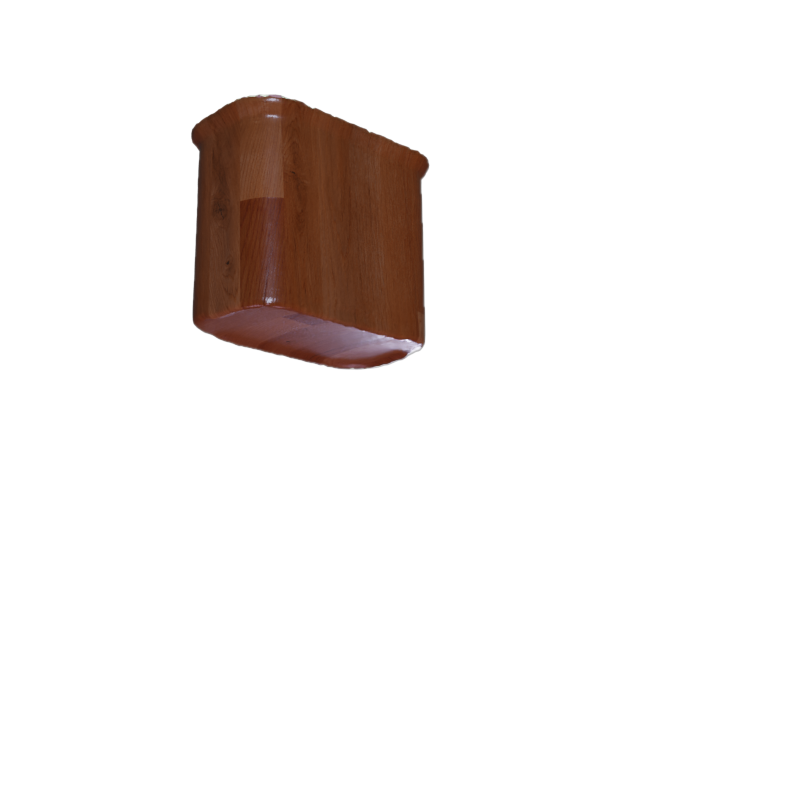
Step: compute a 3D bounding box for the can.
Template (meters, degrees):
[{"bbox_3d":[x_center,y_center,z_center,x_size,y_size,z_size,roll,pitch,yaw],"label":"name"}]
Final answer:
[{"bbox_3d":[-0.035,-0.064,0.447,0.096,0.088,0.058,14,-24,-41],"label":"can"}]
